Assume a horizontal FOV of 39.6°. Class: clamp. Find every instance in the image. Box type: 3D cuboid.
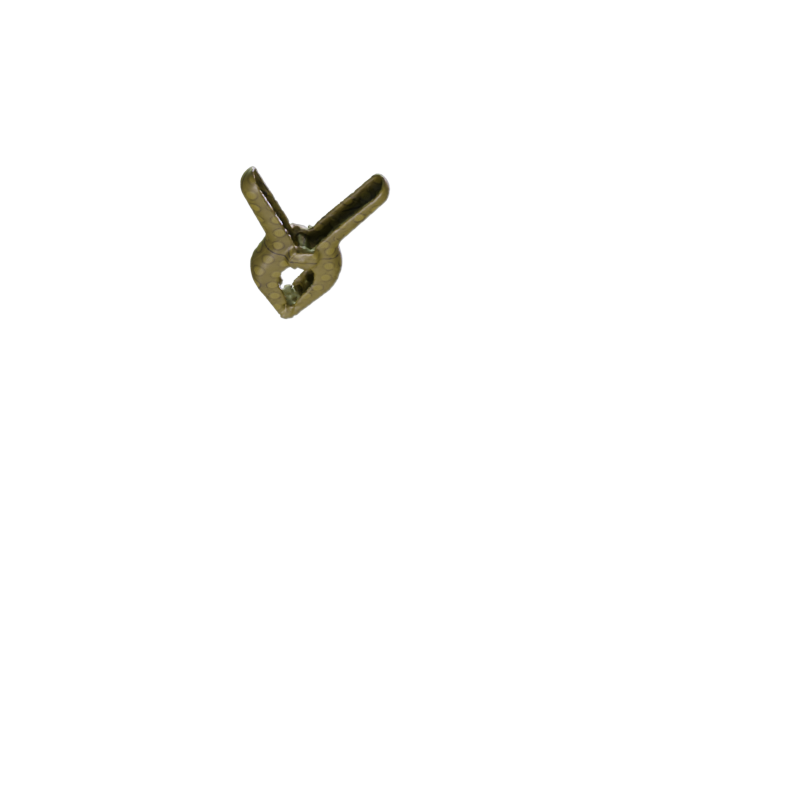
[{"bbox_3d":[-0.073,-0.133,0.934,0.120,0.042,0.160,2,-36,-4],"label":"clamp"}]
